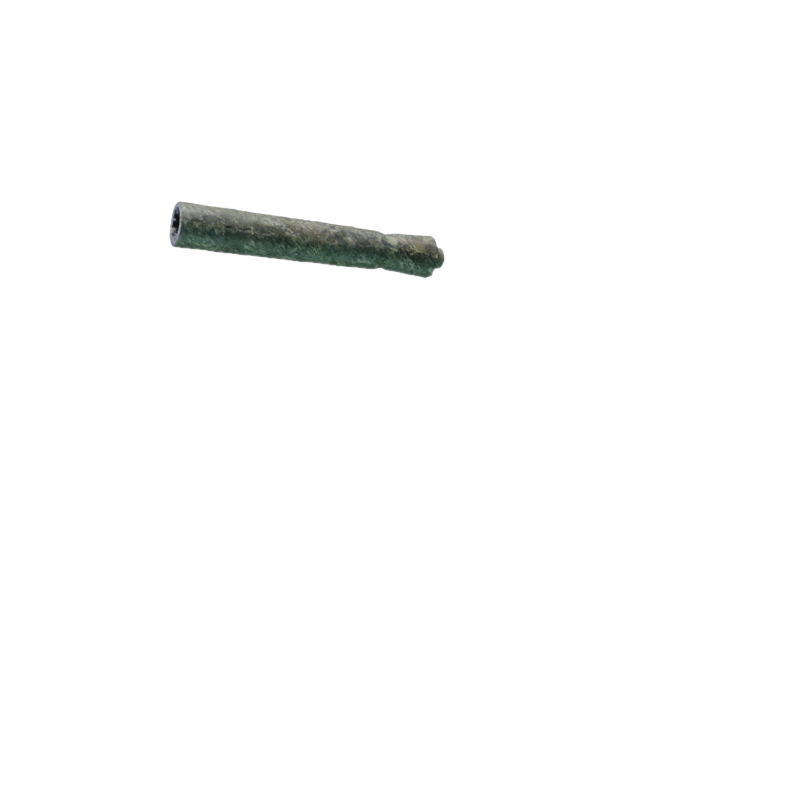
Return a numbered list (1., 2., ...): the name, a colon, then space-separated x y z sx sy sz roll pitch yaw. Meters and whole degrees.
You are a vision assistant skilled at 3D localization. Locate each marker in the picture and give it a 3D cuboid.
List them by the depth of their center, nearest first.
1. marker: -0.037 -0.067 0.471 0.117 0.020 0.020 5 2 -20
